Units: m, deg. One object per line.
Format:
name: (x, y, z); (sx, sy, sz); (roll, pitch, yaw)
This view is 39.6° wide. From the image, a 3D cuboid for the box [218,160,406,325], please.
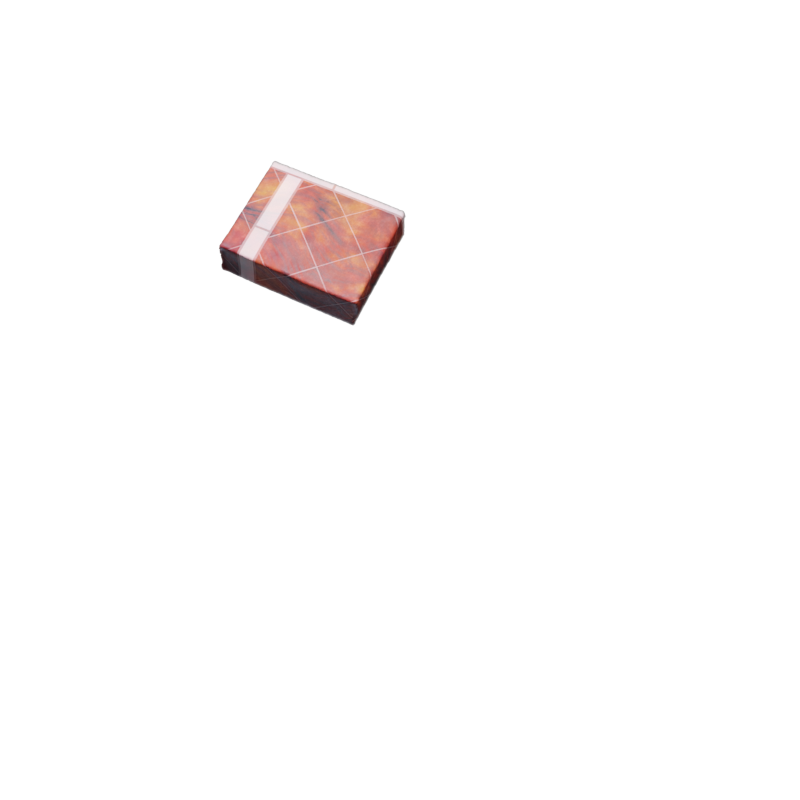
box: (-0.065, -0.118, 0.825); (0.117, 0.093, 0.036); (21, -31, 13)
